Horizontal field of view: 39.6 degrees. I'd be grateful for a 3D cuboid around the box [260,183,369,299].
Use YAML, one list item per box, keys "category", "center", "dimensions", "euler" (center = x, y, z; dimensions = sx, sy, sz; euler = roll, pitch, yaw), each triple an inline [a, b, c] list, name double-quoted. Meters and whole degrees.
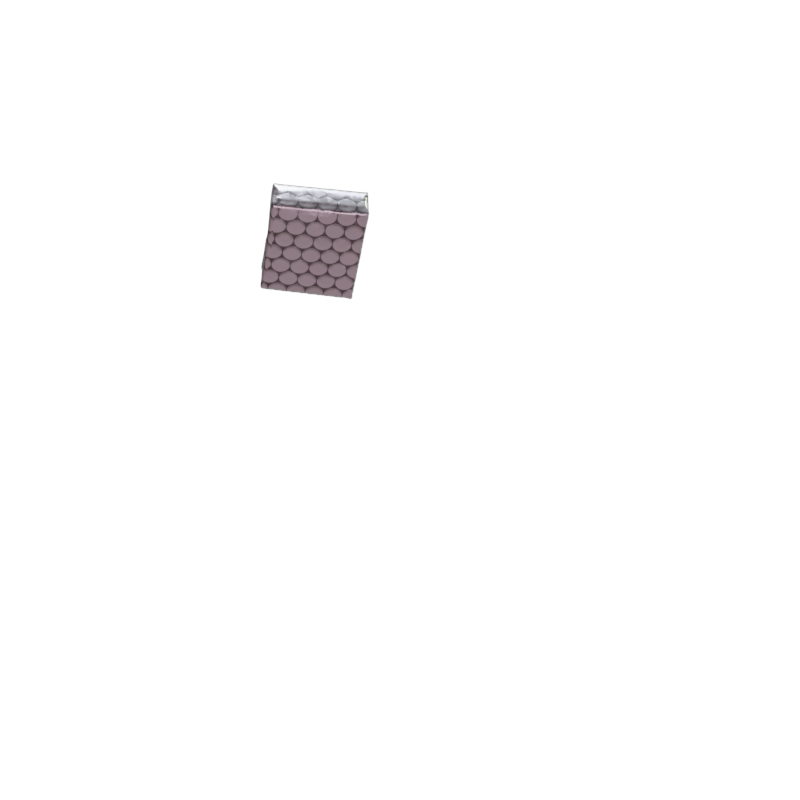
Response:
- category: "box"
  center: [-0.067, -0.121, 0.851]
  dimensions: [0.072, 0.084, 0.032]
  euler: [6, 44, -7]
